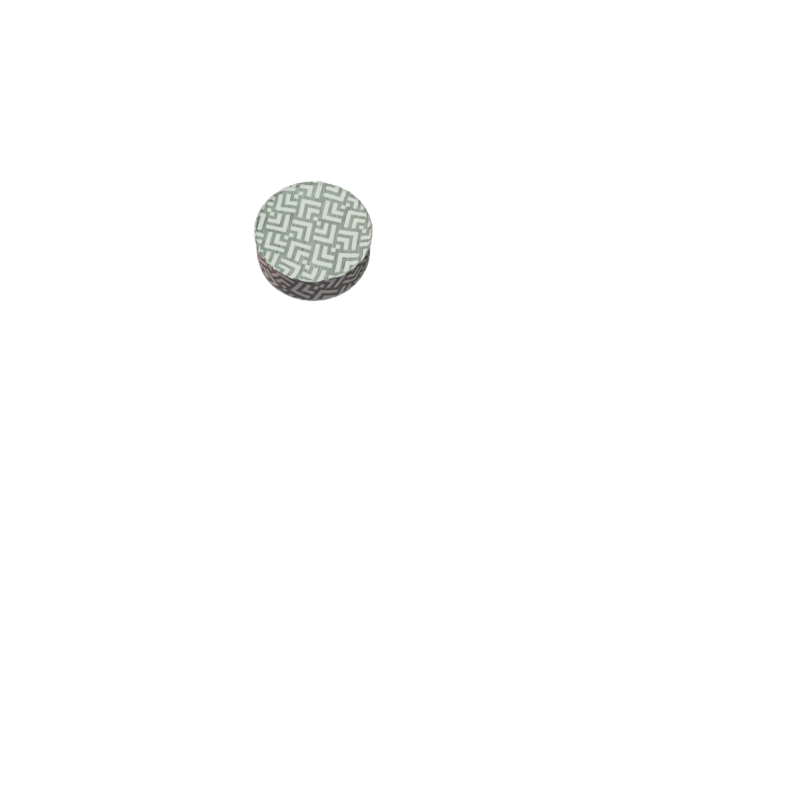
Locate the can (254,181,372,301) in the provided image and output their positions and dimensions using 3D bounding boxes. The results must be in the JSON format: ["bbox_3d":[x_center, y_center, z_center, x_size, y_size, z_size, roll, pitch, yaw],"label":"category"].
[{"bbox_3d":[-0.064,-0.116,0.814,0.086,0.091,0.032,-1,-29,-1],"label":"can"}]
